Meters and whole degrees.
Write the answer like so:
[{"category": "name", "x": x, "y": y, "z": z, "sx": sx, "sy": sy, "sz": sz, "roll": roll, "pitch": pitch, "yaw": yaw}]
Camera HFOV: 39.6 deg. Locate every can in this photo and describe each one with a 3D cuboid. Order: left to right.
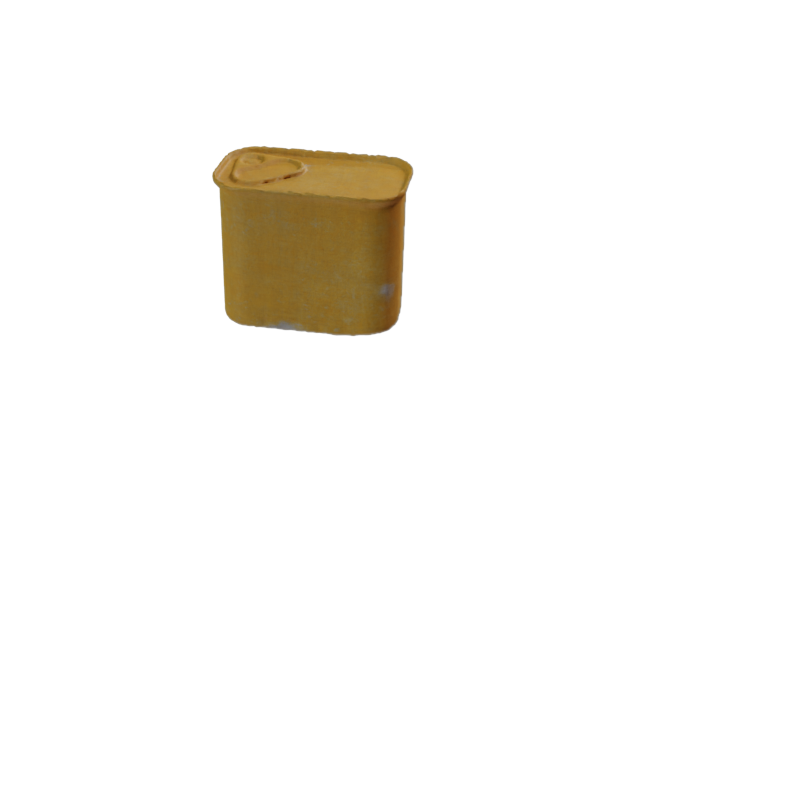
[{"category": "can", "x": -0.047, "y": -0.085, "z": 0.594, "sx": 0.103, "sy": 0.079, "sz": 0.060, "roll": 7, "pitch": 31, "yaw": 9}]
